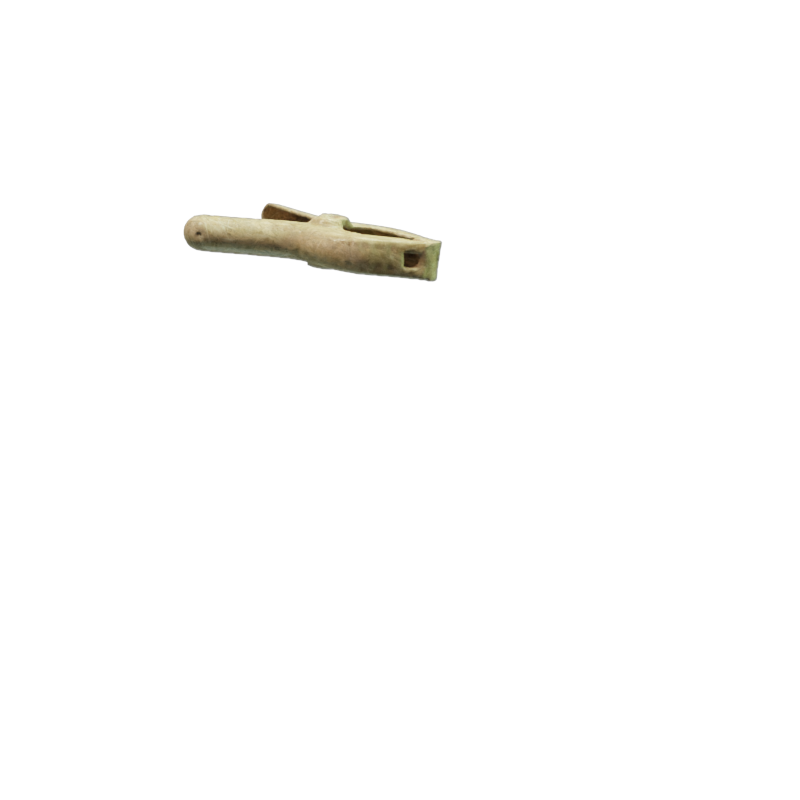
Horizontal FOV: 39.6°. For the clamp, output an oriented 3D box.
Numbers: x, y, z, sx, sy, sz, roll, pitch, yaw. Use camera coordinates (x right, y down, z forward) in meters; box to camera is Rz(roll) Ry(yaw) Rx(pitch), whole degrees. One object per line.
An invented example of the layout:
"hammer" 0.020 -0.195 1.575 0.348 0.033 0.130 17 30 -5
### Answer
"clamp" -0.060 -0.109 0.761 0.180 0.038 0.119 13 24 32
